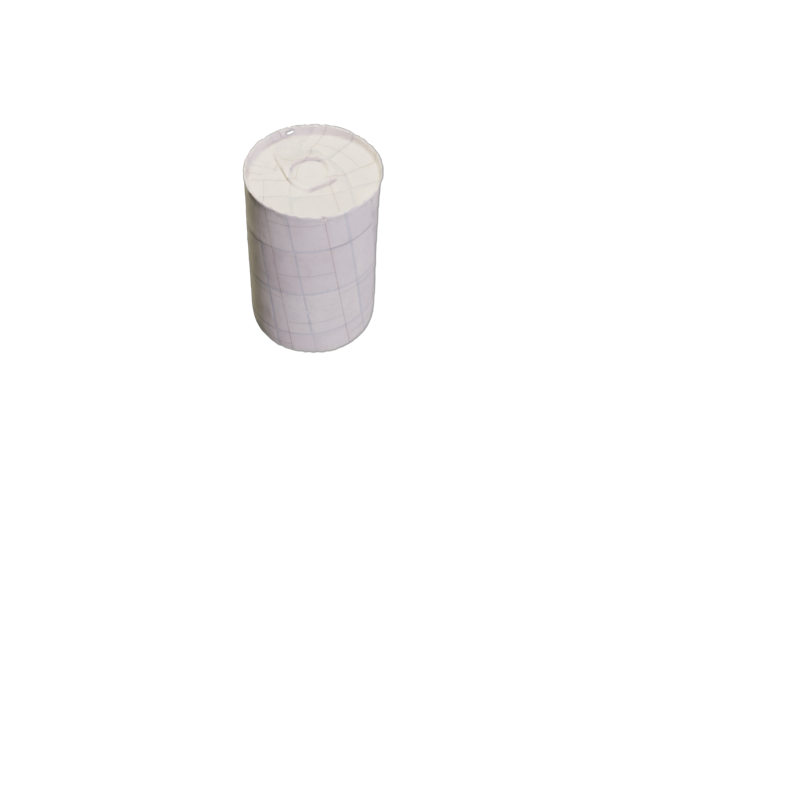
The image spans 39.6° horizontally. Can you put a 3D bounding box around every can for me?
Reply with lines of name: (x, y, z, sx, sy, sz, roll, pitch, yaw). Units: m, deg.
can: (-0.044, -0.081, 0.568, 0.068, 0.074, 0.095, 0, -40, -3)
